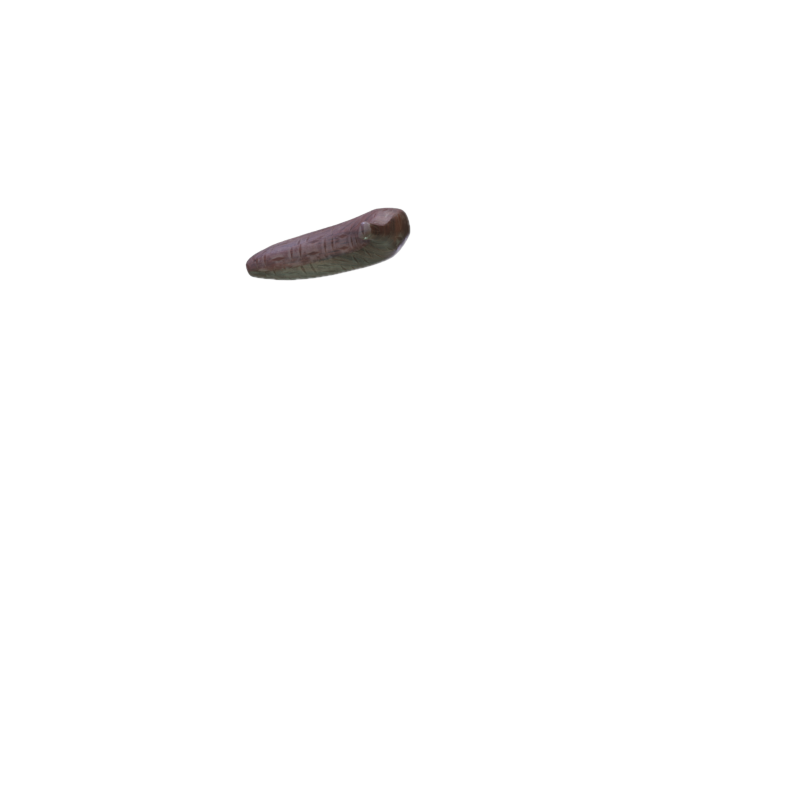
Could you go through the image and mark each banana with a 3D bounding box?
[{"bbox_3d":[-0.047,-0.118,0.834,0.067,0.037,0.201,3,-6,-31],"label":"banana"}]
